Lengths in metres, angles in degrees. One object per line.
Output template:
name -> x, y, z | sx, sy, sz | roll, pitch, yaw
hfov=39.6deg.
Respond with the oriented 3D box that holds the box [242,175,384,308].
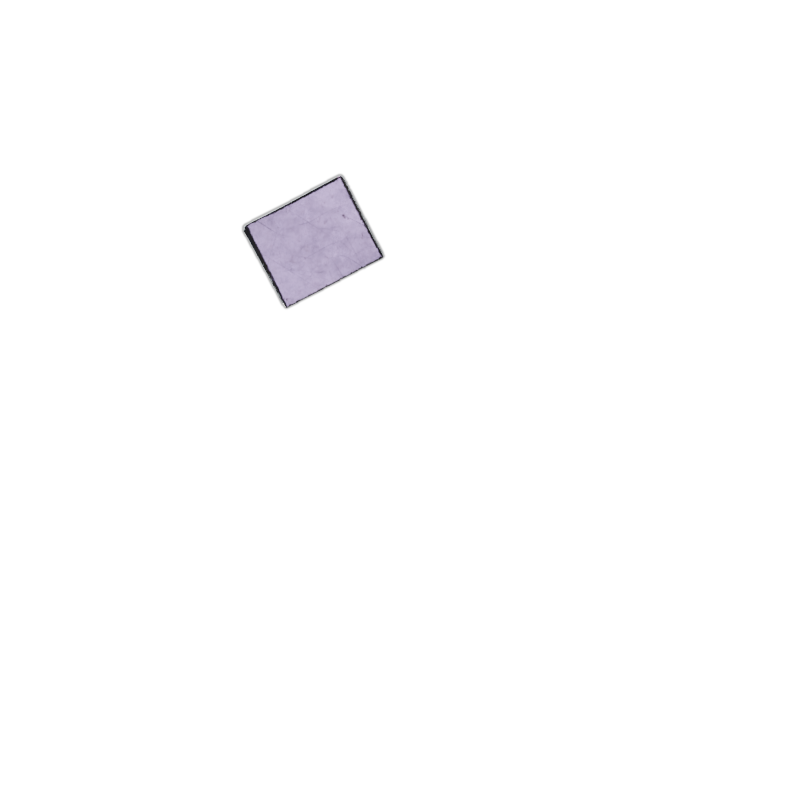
box -> -0.068, -0.124, 0.869 | 0.089, 0.072, 0.030 | -28, 4, 1
